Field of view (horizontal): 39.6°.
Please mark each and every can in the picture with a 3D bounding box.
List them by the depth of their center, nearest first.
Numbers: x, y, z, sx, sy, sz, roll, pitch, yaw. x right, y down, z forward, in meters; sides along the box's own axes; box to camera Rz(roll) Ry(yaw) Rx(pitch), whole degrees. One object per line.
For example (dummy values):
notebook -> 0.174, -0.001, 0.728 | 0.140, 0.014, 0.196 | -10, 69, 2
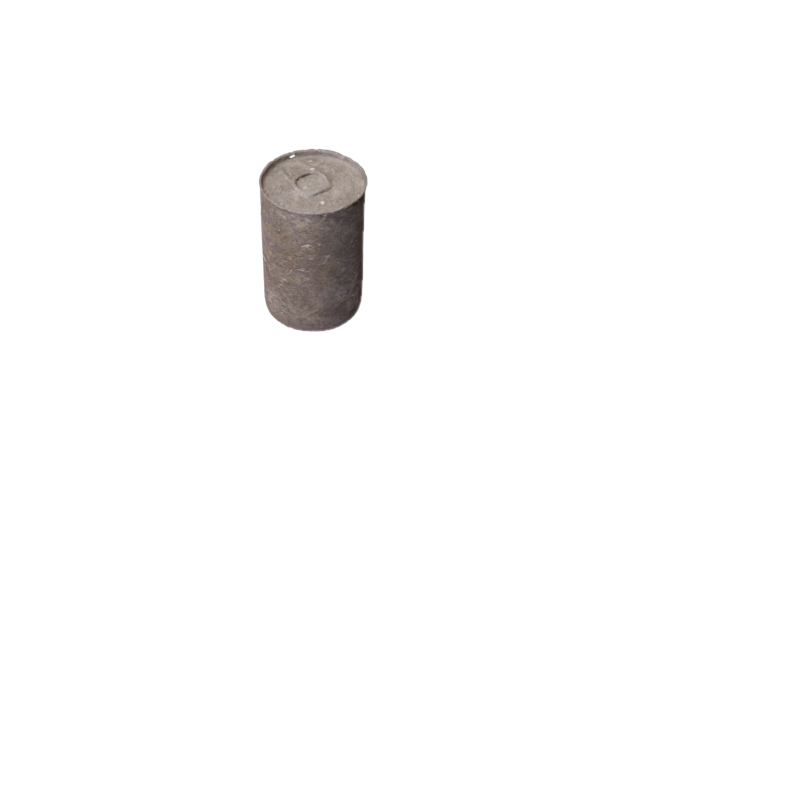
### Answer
can -> -0.057, -0.103, 0.724 | 0.068, 0.095, 0.074 | 0, 44, -3
